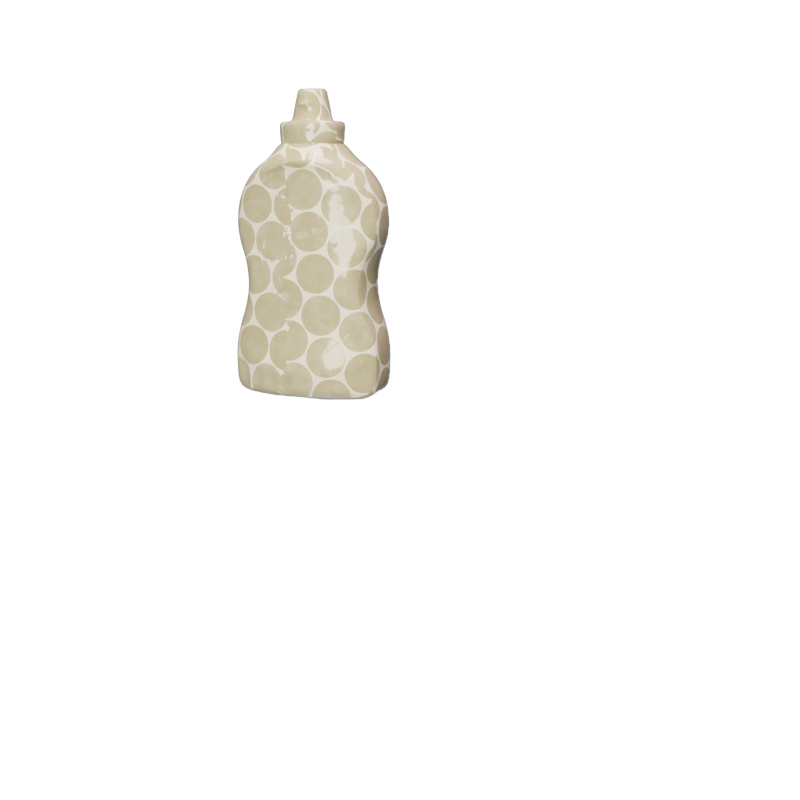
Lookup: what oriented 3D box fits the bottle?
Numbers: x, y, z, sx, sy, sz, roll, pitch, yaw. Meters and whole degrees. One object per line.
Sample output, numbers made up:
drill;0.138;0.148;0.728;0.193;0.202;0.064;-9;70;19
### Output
bottle;-0.055;-0.100;0.702;0.099;0.189;0.057;3;6;22
